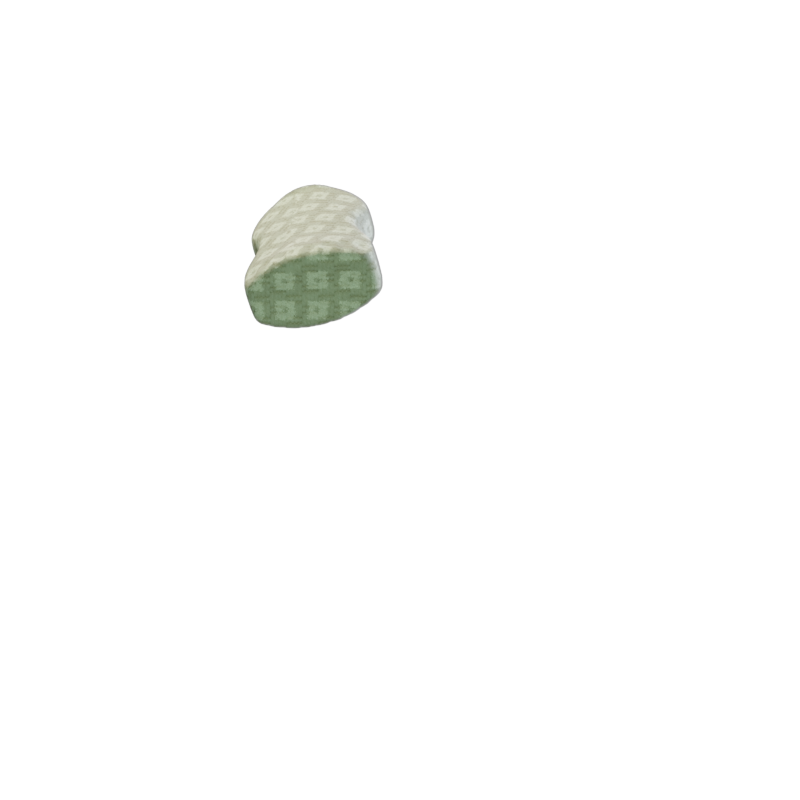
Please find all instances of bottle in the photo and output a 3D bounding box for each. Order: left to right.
[{"bbox_3d":[-0.067,-0.123,0.859,0.096,0.055,0.202,-16,27,5],"label":"bottle"}]
